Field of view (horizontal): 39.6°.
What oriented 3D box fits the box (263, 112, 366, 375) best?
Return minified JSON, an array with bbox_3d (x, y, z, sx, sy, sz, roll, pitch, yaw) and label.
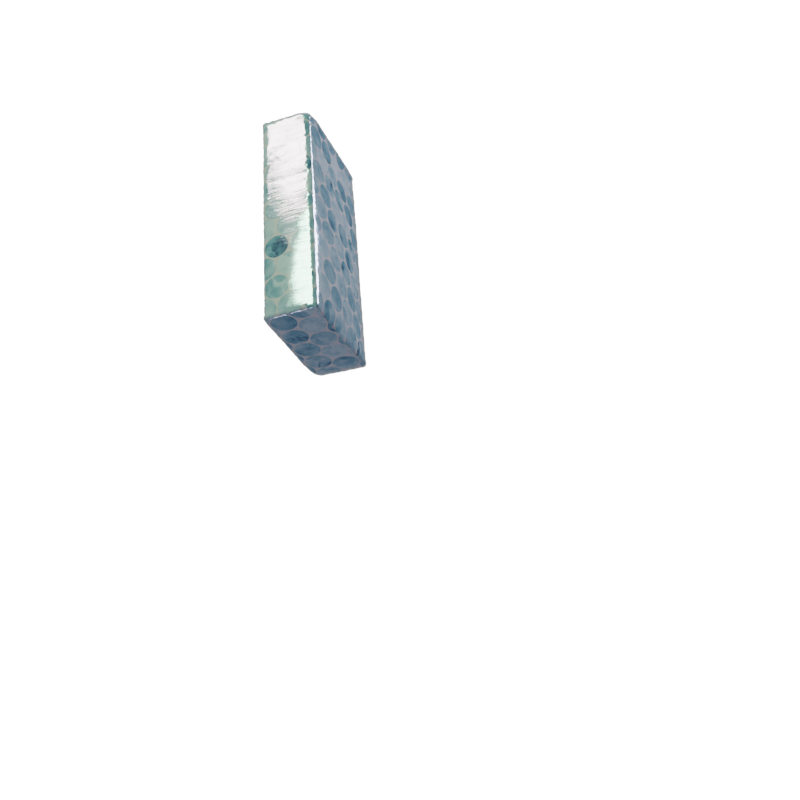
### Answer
[{"bbox_3d":[-0.063,-0.116,0.812,0.049,0.188,0.086,-14,-33,17],"label":"box"}]
